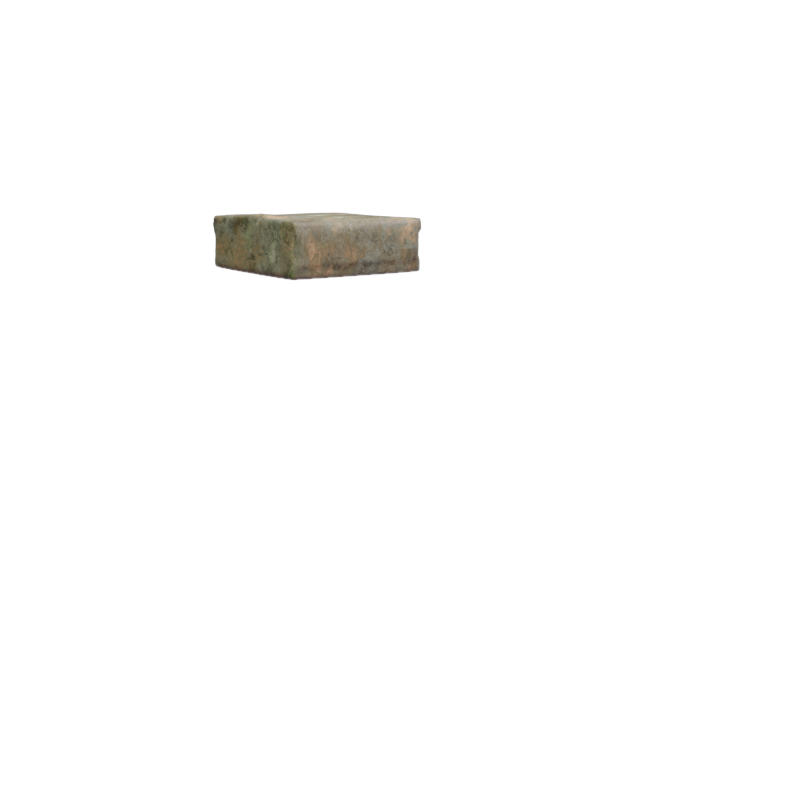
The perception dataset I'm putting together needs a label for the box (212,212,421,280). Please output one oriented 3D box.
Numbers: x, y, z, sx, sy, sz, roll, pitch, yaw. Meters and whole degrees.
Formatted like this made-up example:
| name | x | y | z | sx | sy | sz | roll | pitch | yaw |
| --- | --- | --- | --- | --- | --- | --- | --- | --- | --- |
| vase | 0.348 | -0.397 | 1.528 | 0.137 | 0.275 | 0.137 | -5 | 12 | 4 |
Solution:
| name | x | y | z | sx | sy | sz | roll | pitch | yaw |
| --- | --- | --- | --- | --- | --- | --- | --- | --- | --- |
| box | -0.044 | -0.081 | 0.565 | 0.071 | 0.030 | 0.094 | -7 | 13 | -32 |
